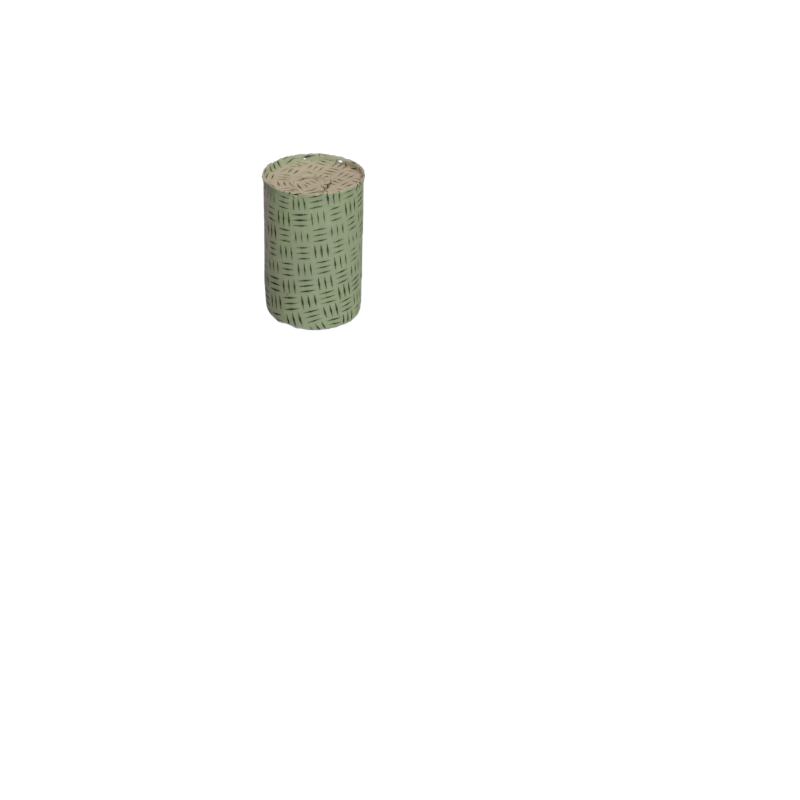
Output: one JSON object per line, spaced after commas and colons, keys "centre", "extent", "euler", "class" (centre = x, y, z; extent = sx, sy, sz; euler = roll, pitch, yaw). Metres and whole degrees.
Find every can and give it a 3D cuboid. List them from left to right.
{"centre": [-0.059, -0.107, 0.751], "extent": [0.068, 0.096, 0.073], "euler": [0, 30, -2], "class": "can"}
